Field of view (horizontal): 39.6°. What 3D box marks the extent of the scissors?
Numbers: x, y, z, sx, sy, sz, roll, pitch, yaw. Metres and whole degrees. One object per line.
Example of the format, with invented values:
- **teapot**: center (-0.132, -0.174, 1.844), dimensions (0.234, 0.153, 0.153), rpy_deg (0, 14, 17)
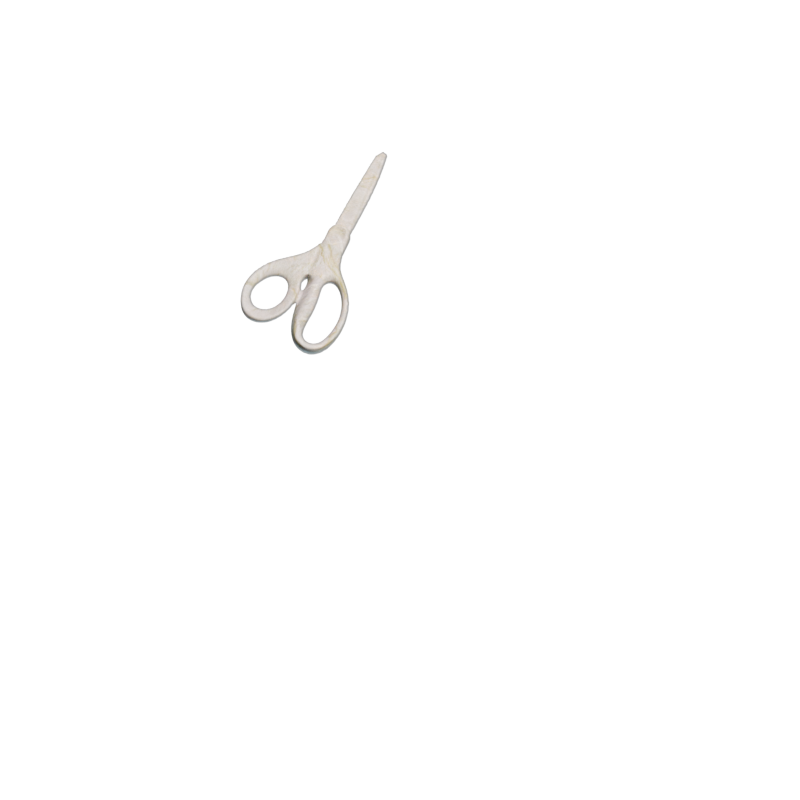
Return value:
- **scissors**: center (-0.072, -0.131, 0.918), dimensions (0.097, 0.213, 0.015), rpy_deg (7, -30, 4)
